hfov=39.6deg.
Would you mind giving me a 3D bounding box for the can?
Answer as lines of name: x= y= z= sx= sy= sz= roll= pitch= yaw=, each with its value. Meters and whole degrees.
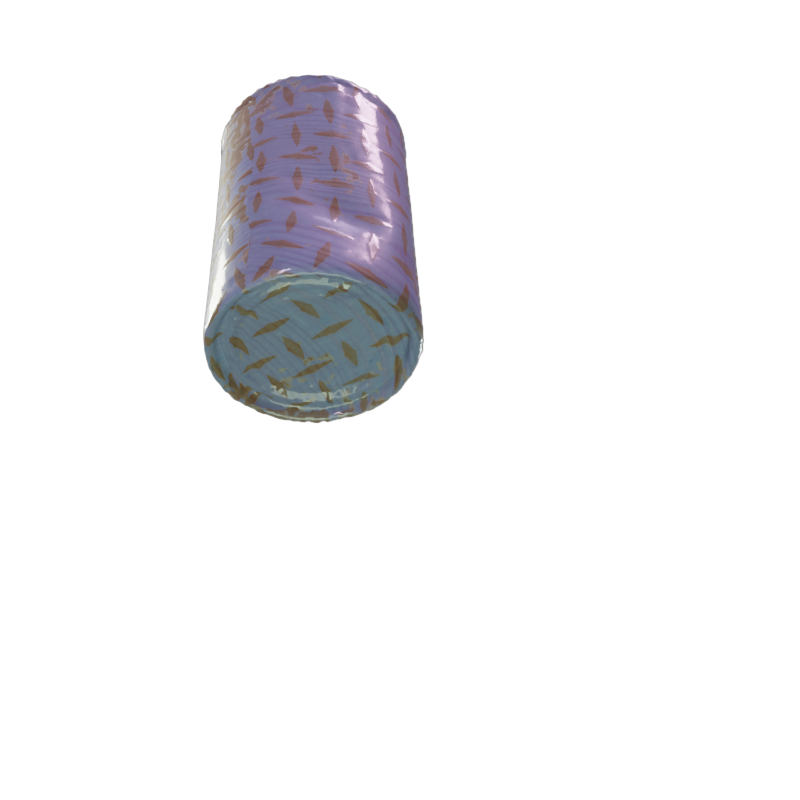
can: x=-0.029 y=-0.053 z=0.369 sx=0.068 sy=0.064 sz=0.110 roll=-1 pitch=45 yaw=-3
